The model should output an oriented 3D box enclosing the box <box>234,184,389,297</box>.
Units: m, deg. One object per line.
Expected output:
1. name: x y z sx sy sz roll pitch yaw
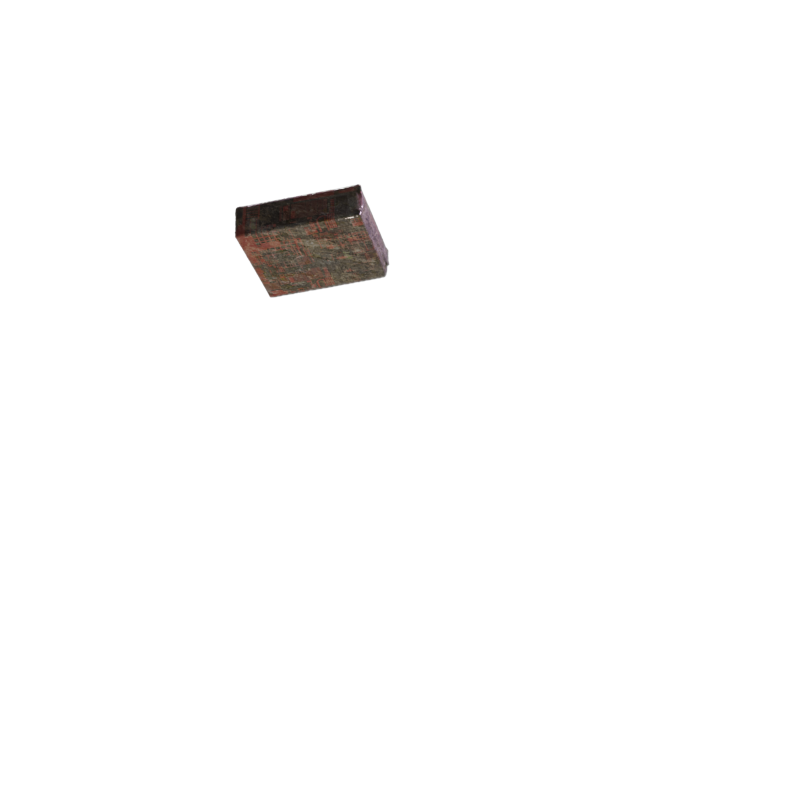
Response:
1. box: -0.059 -0.108 0.756 0.090 0.032 0.067 -9 -34 13
